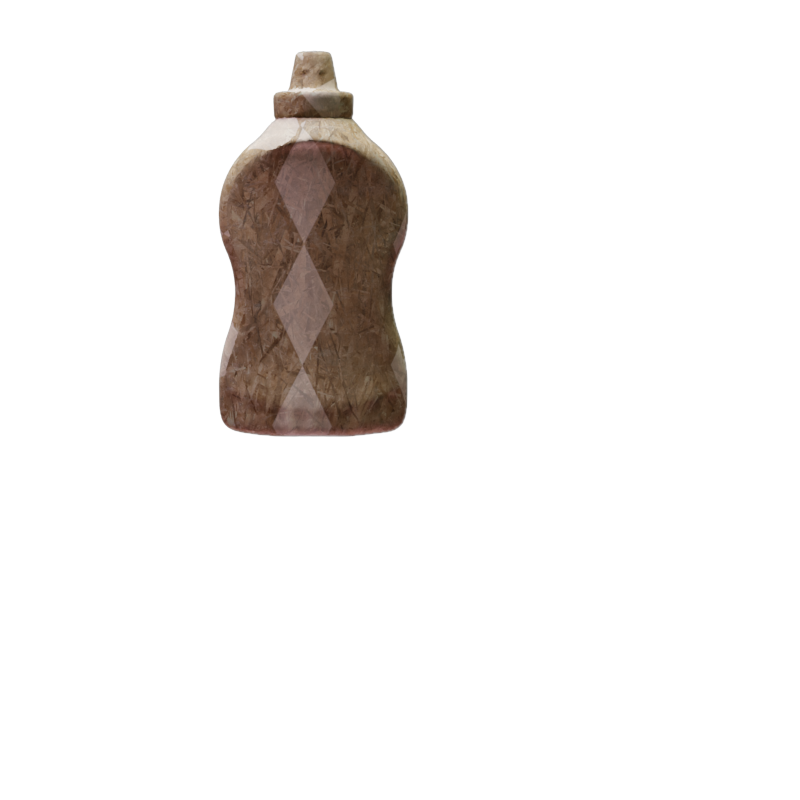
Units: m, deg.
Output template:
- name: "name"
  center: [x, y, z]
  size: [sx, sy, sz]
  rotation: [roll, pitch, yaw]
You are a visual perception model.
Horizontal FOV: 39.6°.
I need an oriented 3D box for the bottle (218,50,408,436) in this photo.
- name: "bottle"
  center: [-0.044, -0.081, 0.567]
  size: [0.096, 0.189, 0.059]
  rotation: [0, 5, 0]
